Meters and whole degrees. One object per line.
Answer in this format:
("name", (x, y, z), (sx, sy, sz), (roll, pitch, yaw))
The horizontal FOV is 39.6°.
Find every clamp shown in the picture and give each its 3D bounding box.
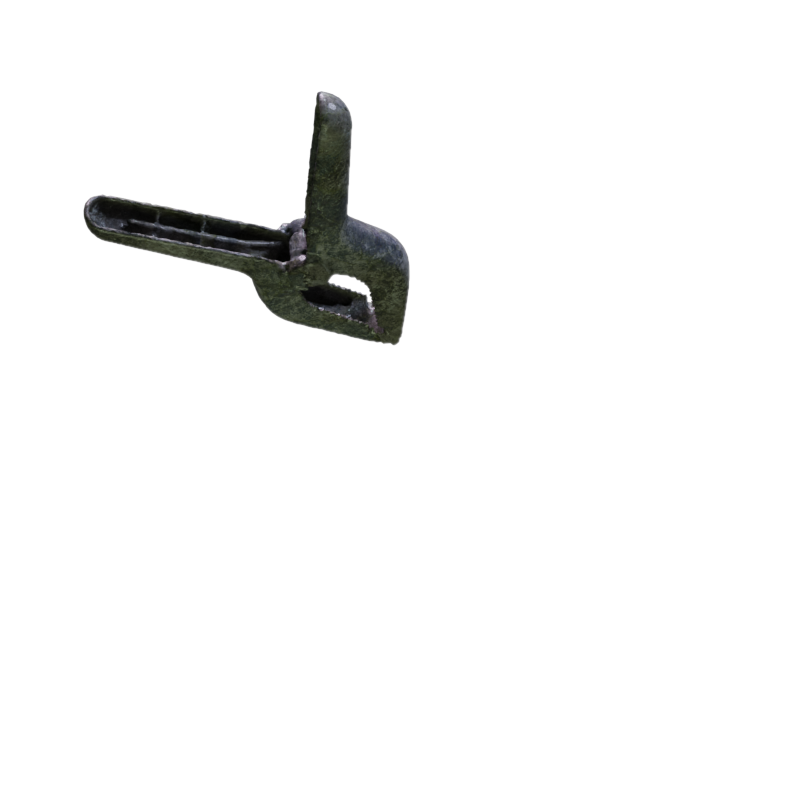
("clamp", (-0.049, -0.090, 0.630), (0.165, 0.039, 0.195), (-21, -36, 33))
